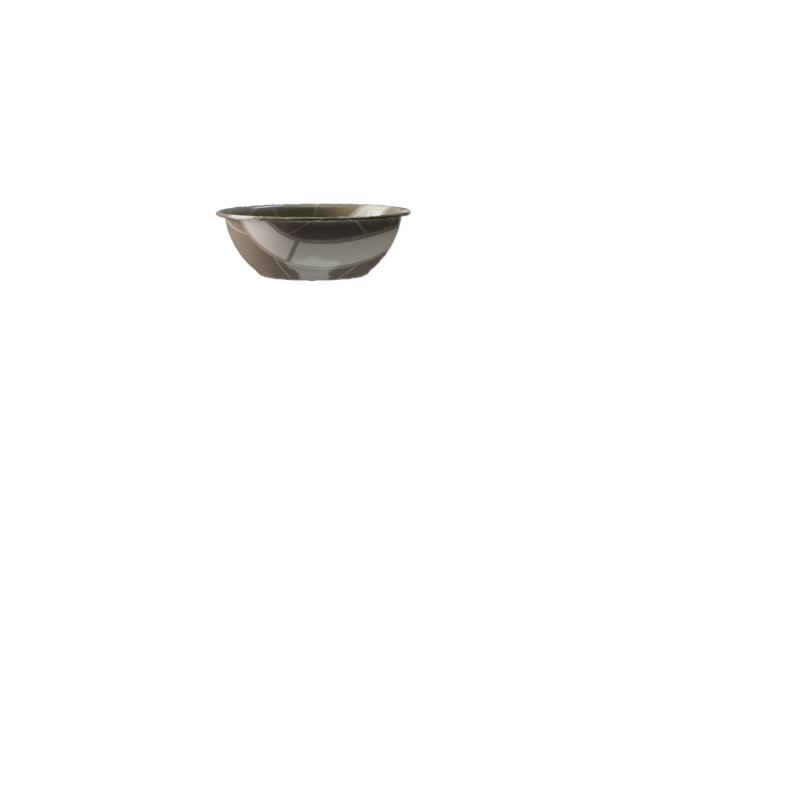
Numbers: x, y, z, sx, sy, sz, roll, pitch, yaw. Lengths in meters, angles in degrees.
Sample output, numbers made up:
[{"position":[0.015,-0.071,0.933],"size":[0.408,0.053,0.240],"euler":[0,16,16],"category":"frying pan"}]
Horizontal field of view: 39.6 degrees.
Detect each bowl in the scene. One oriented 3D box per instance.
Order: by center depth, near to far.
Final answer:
[{"position":[-0.072,-0.132,0.925],"size":[0.162,0.054,0.166],"euler":[0,13,-2],"category":"bowl"}]
